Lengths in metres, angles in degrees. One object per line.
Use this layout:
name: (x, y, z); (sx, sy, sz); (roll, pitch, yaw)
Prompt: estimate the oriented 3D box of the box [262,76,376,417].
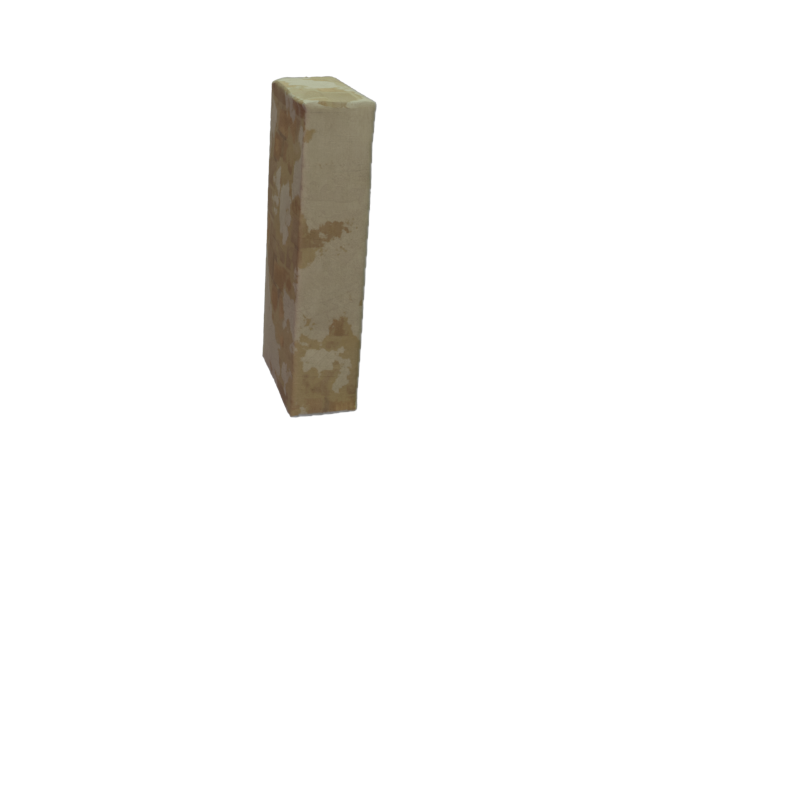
box: (-0.050, -0.090, 0.628); (0.047, 0.169, 0.099); (-4, 19, -16)
